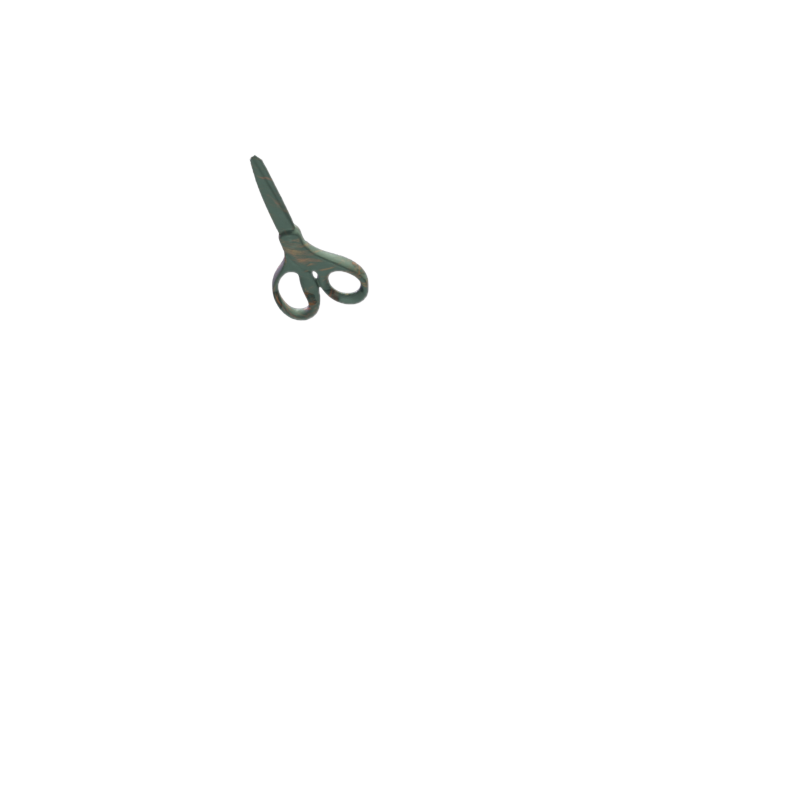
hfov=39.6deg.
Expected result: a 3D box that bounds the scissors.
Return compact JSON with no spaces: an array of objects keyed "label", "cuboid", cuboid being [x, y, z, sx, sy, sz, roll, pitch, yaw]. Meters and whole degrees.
[{"label":"scissors","cuboid":[-0.075,-0.136,0.952,0.096,0.017,0.188,1,-38,-1]}]
